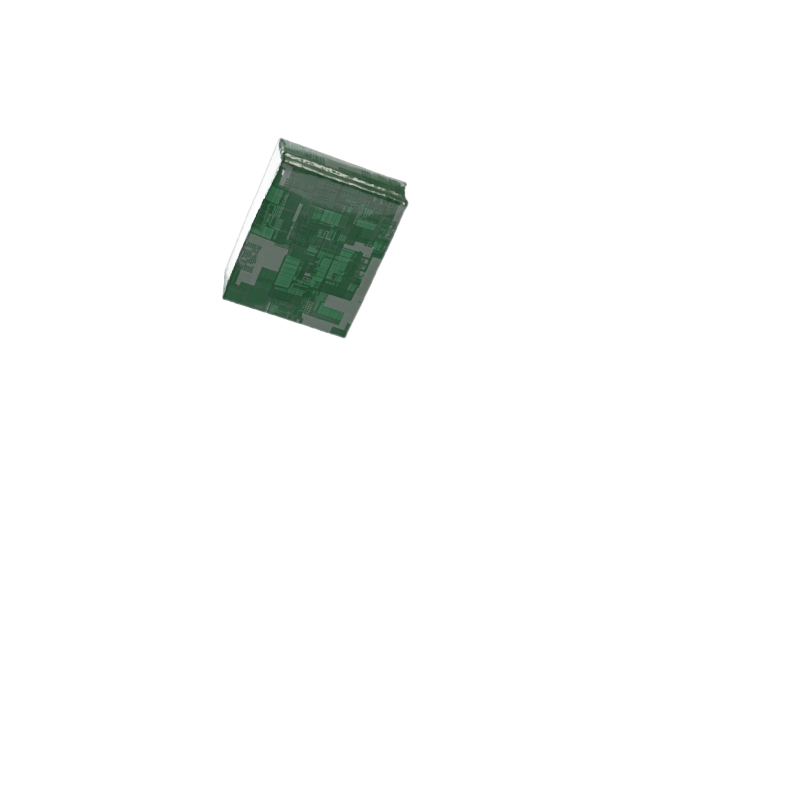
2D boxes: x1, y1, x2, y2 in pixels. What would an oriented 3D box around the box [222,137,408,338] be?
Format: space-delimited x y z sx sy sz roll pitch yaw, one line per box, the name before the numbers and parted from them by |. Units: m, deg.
box | -0.057 -0.104 0.726 0.088 0.109 0.041 19 32 -13
